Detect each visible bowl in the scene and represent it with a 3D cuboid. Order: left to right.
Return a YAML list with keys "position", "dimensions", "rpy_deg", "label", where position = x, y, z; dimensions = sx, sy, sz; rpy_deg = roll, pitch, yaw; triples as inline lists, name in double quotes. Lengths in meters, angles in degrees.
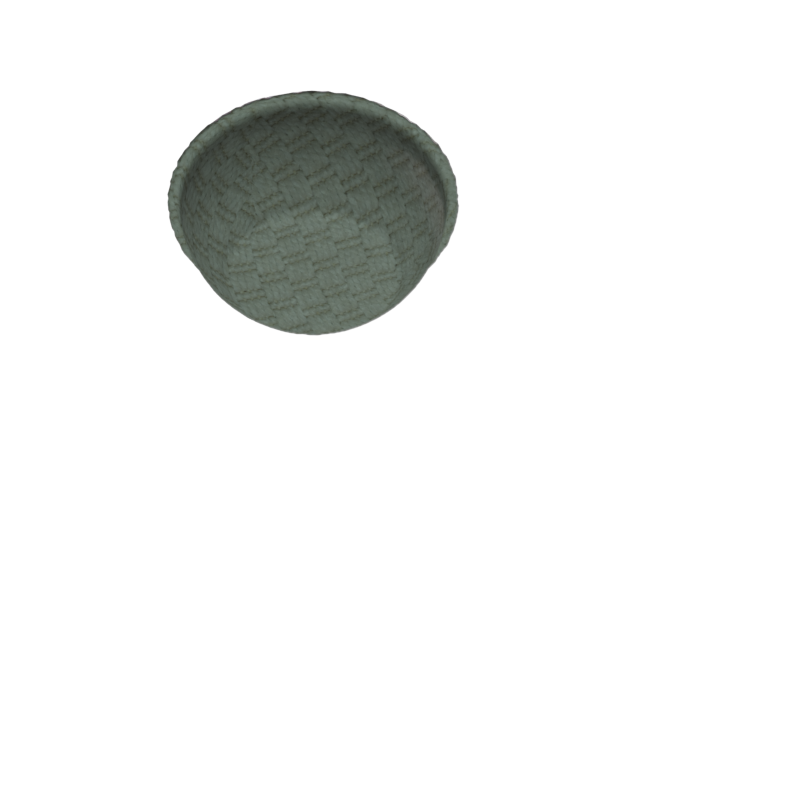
- position: [-0.047, -0.085, 0.598]
  dimensions: [0.162, 0.059, 0.151]
  rpy_deg: [1, -43, -1]
  label: "bowl"
